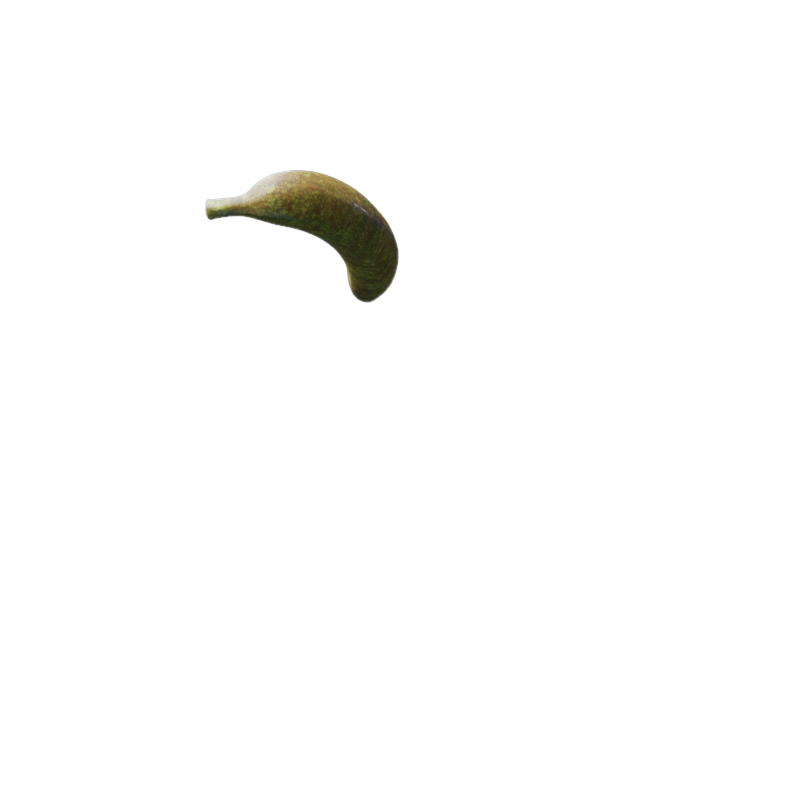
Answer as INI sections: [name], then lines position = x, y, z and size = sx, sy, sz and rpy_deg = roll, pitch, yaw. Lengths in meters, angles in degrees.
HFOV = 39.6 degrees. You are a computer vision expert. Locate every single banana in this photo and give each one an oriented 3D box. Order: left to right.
[banana]
position = -0.042, -0.106, 0.708
size = 0.071, 0.038, 0.185
rpy_deg = -9, -18, 27
